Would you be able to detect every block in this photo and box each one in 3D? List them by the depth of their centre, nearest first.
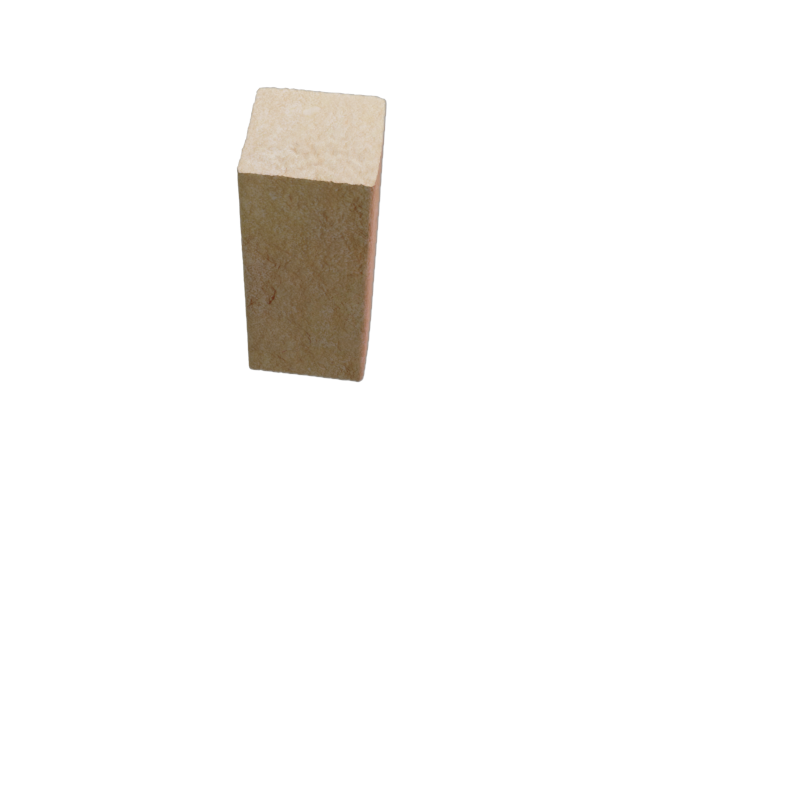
[{"bbox_3d":[-0.062,-0.114,0.798,0.091,0.096,0.192,6,-39,1],"label":"block"}]
